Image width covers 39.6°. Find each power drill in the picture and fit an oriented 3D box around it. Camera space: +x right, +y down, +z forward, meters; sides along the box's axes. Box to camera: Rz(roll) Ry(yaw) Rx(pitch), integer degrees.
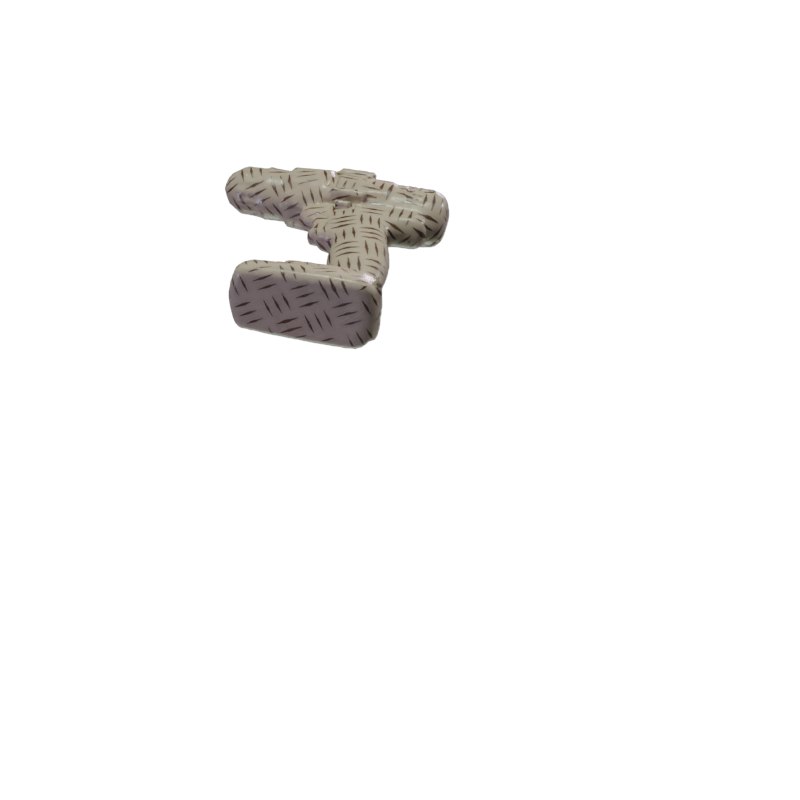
[{"bbox_3d":[-0.066,-0.120,0.840,0.188,0.054,0.197,8,37,10],"label":"power drill"}]
